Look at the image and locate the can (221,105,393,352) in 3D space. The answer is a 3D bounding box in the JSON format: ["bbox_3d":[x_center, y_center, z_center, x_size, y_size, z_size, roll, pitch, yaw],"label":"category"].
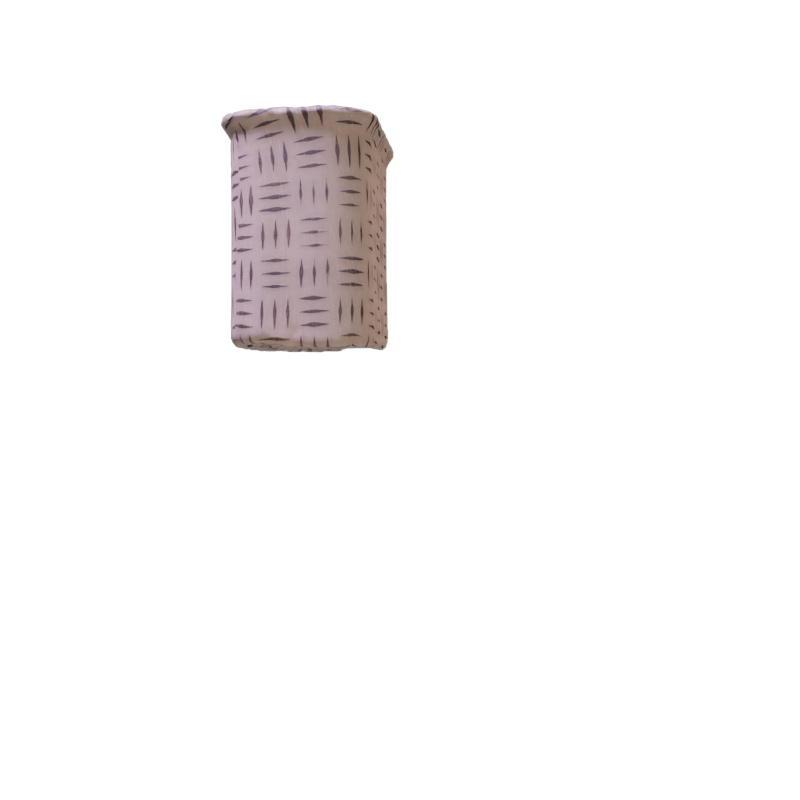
[{"bbox_3d":[-0.034,-0.061,0.430,0.058,0.085,0.100,-1,-2,6],"label":"can"}]
